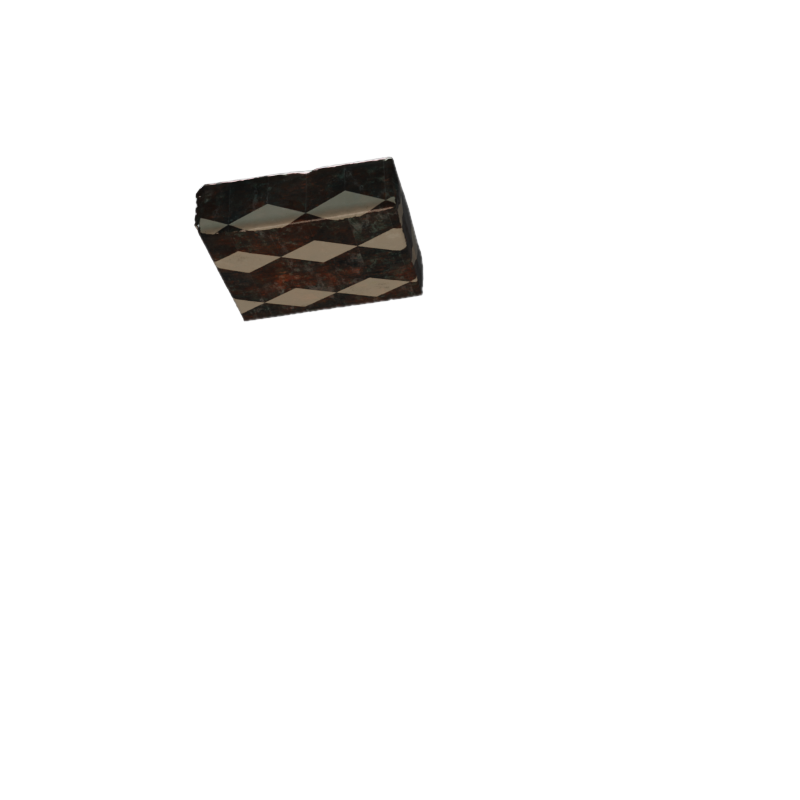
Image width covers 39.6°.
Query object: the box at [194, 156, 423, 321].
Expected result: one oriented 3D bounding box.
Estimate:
[{"bbox_3d":[-0.039,-0.071,0.498,0.090,0.032,0.068,-6,-31,10],"label":"box"}]
